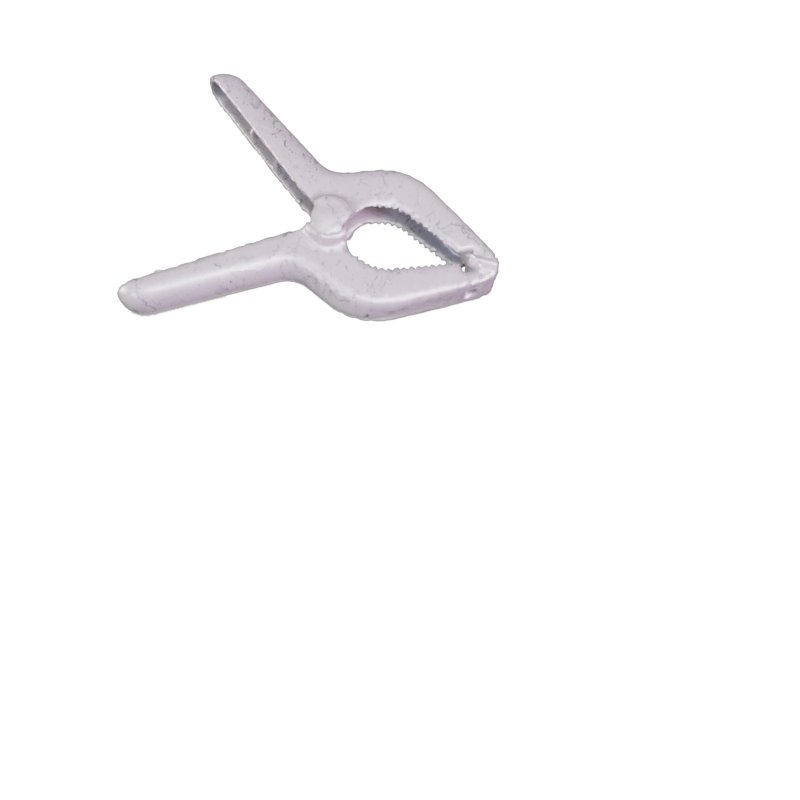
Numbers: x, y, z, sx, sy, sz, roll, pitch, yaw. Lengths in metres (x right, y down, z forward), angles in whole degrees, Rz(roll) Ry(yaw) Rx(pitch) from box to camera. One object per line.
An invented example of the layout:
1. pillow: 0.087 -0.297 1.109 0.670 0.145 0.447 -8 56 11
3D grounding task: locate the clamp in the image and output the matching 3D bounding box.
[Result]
1. clamp: -0.051 -0.092 0.646 0.214 0.170 0.034 22 -22 9
